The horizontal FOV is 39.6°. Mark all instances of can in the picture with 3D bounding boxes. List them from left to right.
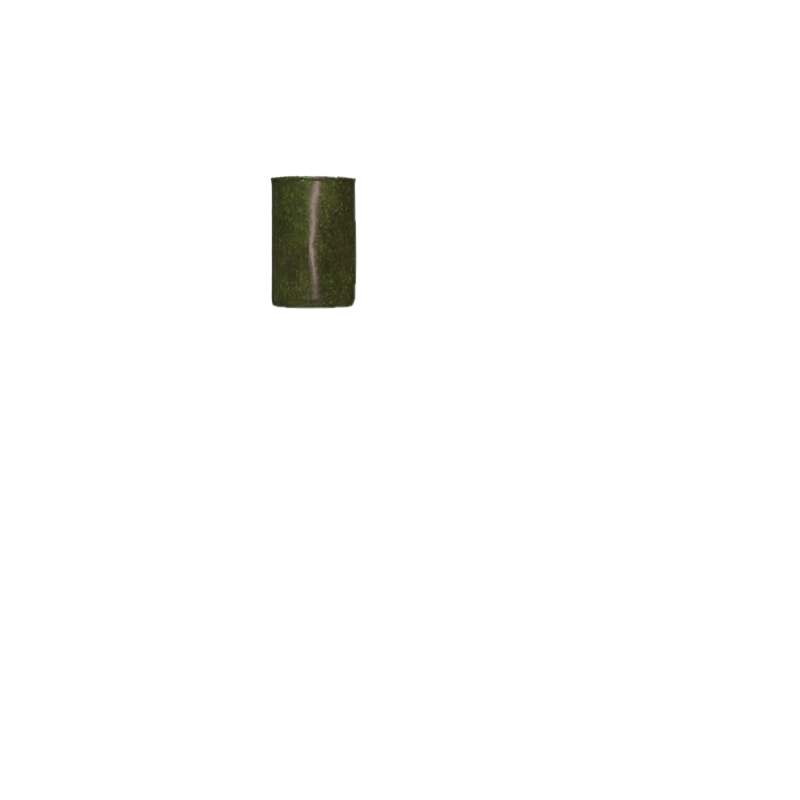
[{"bbox_3d":[-0.069,-0.126,0.882,0.068,0.102,0.069,0,3,-2],"label":"can"}]
